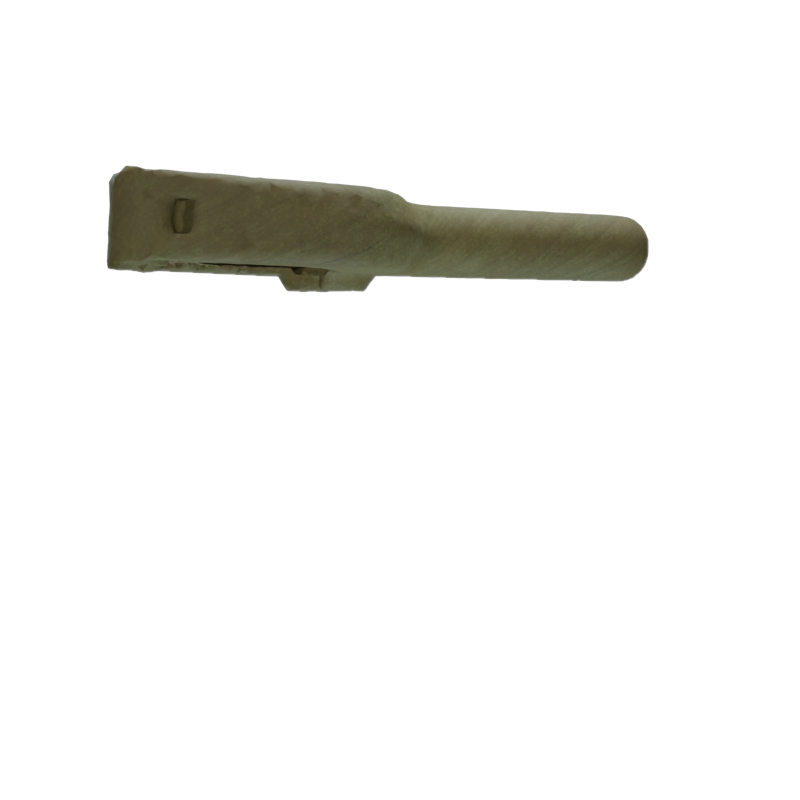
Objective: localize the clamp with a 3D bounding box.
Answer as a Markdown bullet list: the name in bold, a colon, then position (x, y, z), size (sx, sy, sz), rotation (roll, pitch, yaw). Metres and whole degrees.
- **clamp**: position (-0.031, -0.057, 0.396), size (0.171, 0.036, 0.202), rotation (3, 5, 40)
